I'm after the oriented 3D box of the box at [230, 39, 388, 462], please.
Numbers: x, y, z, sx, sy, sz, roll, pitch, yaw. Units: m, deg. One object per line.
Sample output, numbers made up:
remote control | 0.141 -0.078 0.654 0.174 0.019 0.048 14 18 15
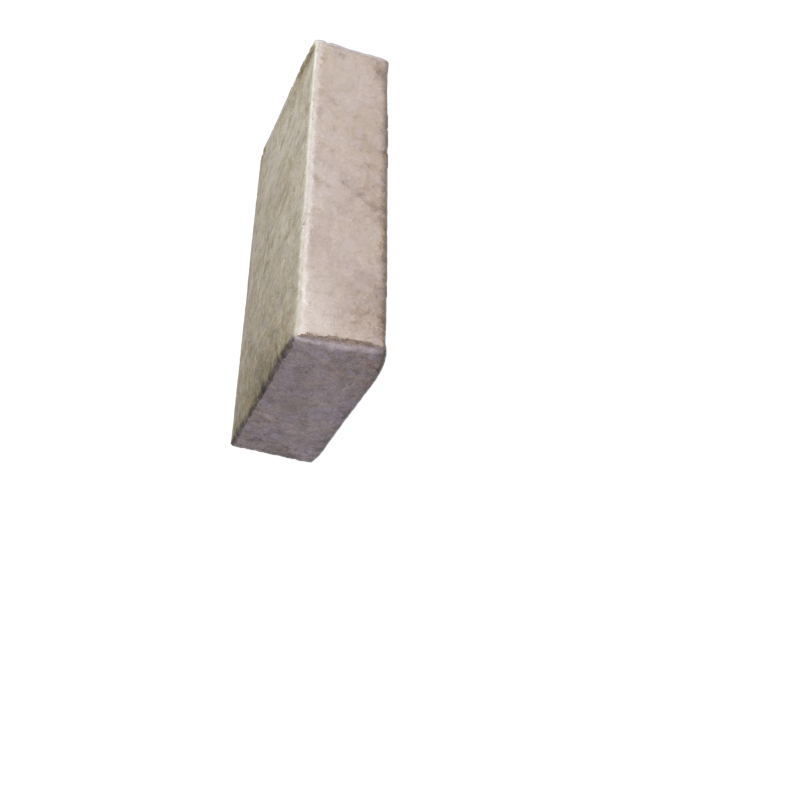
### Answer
box | -0.040 -0.073 0.511 0.047 0.189 0.090 12 -39 -20
